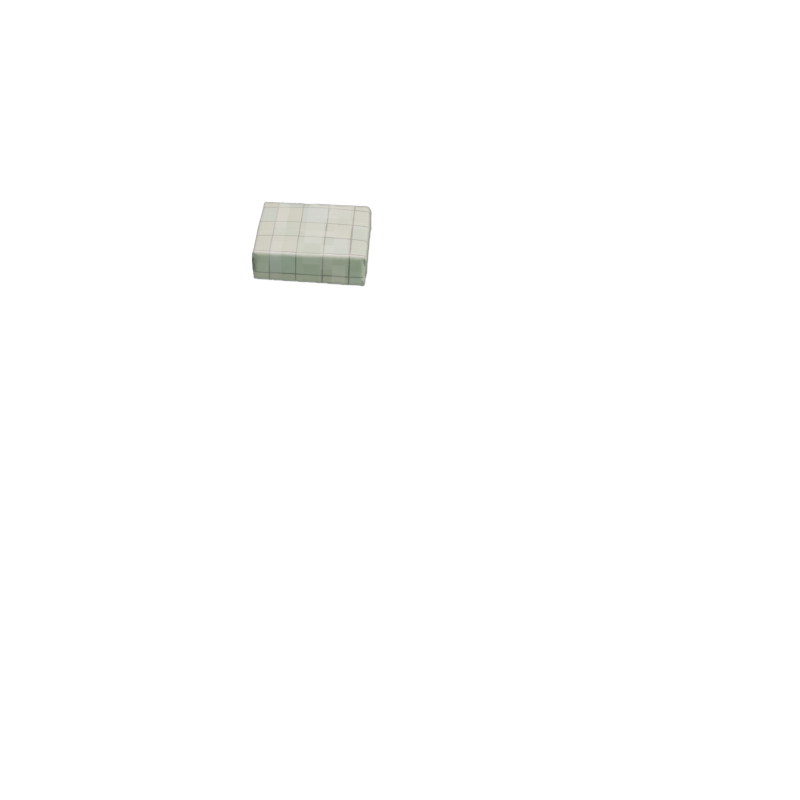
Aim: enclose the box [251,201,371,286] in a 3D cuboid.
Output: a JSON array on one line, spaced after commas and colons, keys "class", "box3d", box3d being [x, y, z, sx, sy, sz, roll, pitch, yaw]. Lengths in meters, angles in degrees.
[{"class": "box", "box3d": [-0.068, -0.125, 0.875, 0.090, 0.028, 0.078, 3, 39, 3]}]
